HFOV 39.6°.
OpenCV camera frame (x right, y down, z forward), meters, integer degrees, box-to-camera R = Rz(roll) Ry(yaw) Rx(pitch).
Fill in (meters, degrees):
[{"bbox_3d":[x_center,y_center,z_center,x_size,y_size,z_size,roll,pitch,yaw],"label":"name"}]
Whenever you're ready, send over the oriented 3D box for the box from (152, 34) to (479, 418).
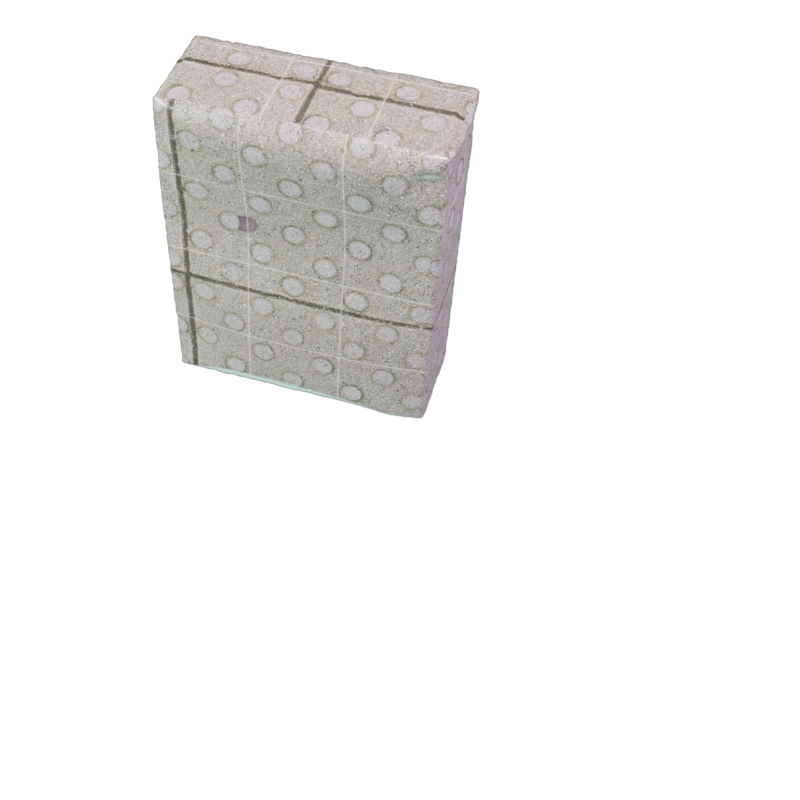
[{"bbox_3d":[-0.051,-0.092,0.647,0.168,0.075,0.199,15,-41,10],"label":"box"}]
